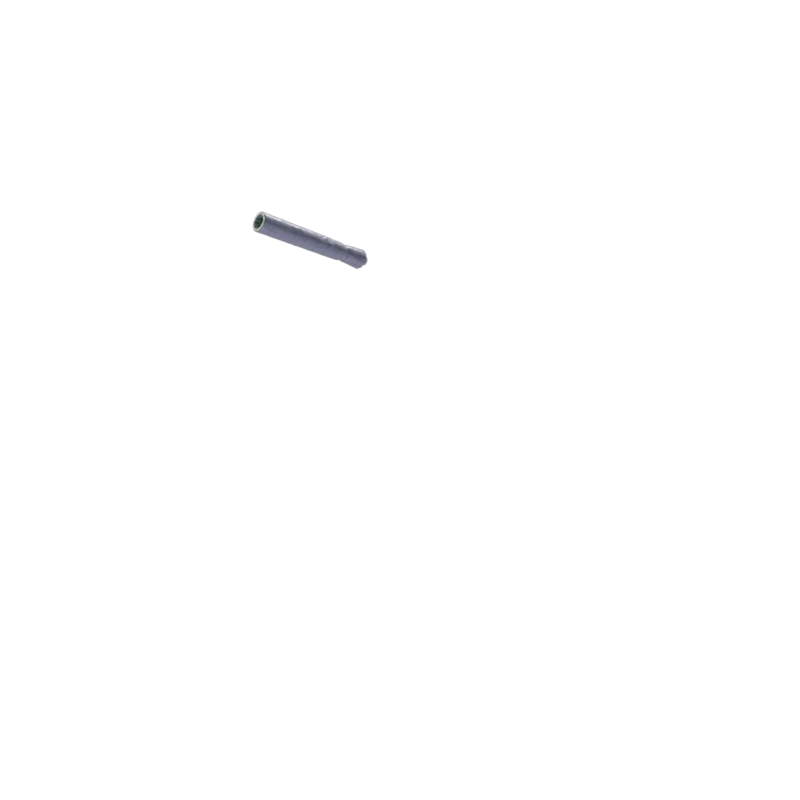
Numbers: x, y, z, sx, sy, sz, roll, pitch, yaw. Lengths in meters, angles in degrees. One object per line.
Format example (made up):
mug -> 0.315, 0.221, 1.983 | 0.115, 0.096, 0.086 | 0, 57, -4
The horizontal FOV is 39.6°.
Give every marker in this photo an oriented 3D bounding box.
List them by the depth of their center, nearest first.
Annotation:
marker -> -0.078, -0.142, 0.996 | 0.114, 0.020, 0.021 | 16, -6, -34
